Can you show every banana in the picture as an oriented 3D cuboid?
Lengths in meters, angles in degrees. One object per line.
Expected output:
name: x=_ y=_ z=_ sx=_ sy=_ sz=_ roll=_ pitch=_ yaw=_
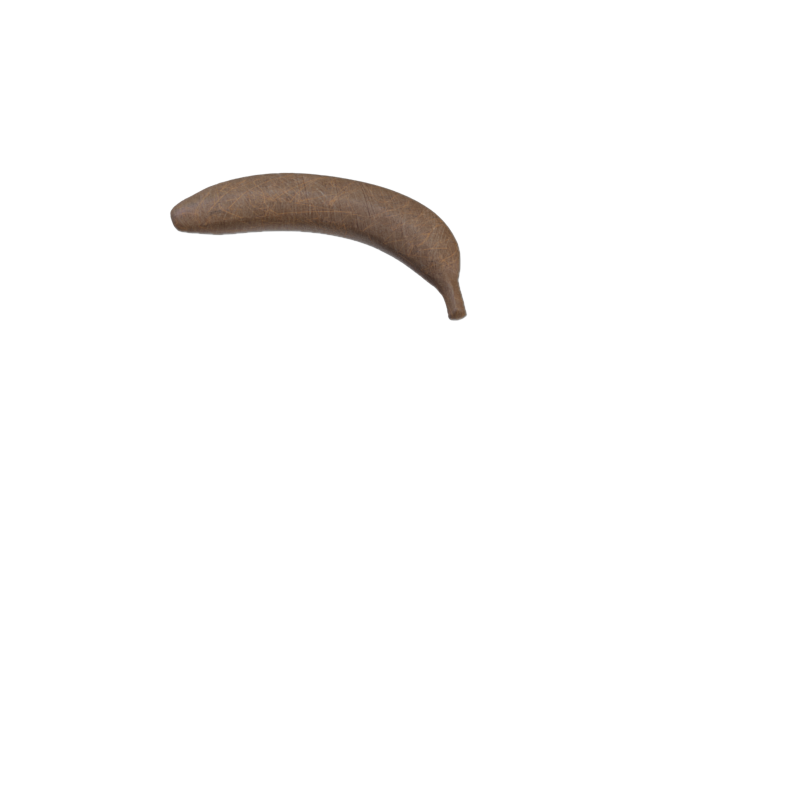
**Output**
banana: x=-0.044 y=-0.111 z=0.695 sx=0.203 sy=0.073 sz=0.034 roll=18 pitch=-37 yaw=14
